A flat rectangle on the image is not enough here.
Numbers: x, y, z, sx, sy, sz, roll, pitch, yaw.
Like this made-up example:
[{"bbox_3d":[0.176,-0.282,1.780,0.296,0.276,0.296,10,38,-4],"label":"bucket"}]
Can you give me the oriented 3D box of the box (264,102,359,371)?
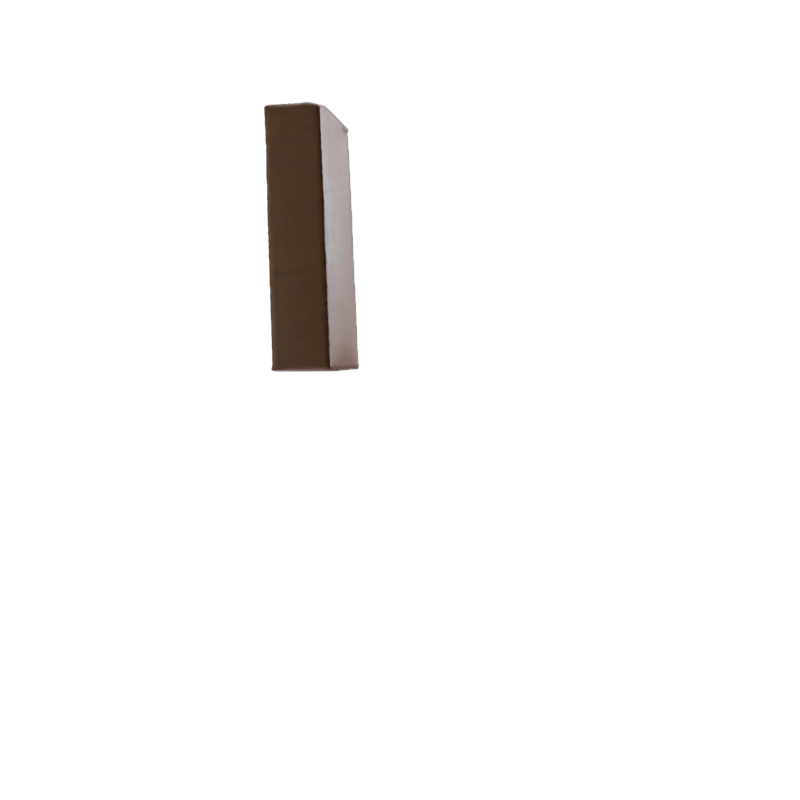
[{"bbox_3d":[-0.059,-0.108,0.759,0.049,0.179,0.091,-1,-4,11],"label":"box"}]
